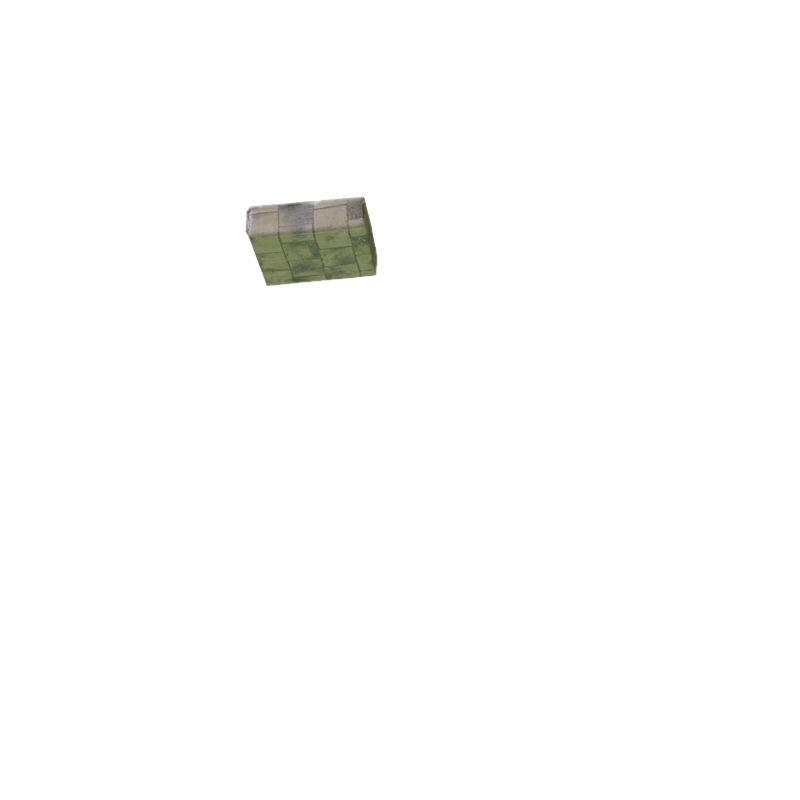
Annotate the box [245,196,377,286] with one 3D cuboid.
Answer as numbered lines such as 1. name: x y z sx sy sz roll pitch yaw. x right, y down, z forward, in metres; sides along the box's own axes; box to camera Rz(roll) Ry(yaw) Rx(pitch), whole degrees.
1. box: -0.065 -0.119 0.832 0.090 0.032 0.068 -4 -26 7
